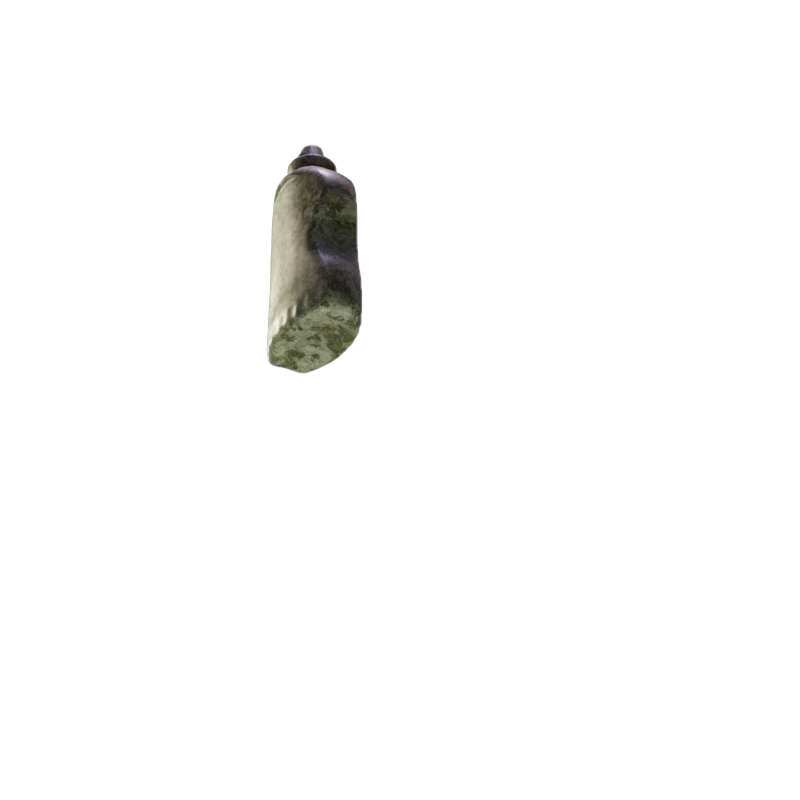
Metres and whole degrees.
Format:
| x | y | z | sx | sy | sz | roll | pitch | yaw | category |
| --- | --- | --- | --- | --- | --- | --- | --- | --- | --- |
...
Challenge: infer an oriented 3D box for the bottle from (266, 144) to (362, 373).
| x | y | z | sx | sy | sz | roll | pitch | yaw | category |
| --- | --- | --- | --- | --- | --- | --- | --- | --- | --- |
| -0.069 | -0.125 | 0.872 | 0.056 | 0.205 | 0.093 | 16 | -38 | -25 | bottle |
